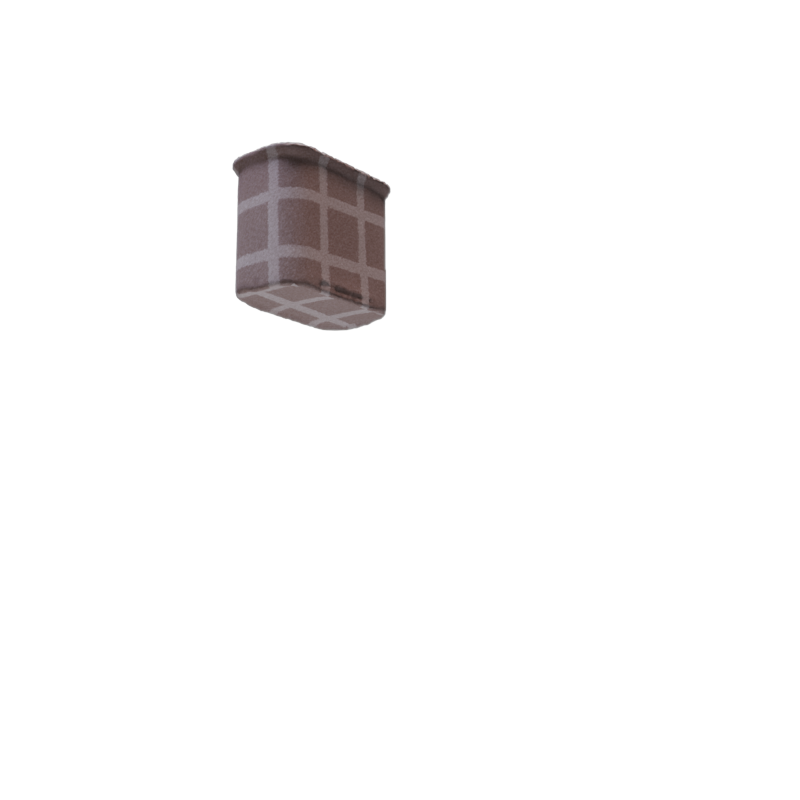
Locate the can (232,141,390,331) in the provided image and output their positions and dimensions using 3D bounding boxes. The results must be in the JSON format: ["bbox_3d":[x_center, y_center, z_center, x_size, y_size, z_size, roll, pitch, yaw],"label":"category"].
[{"bbox_3d":[-0.051,-0.093,0.652,0.058,0.087,0.096,-15,-21,37],"label":"can"}]
